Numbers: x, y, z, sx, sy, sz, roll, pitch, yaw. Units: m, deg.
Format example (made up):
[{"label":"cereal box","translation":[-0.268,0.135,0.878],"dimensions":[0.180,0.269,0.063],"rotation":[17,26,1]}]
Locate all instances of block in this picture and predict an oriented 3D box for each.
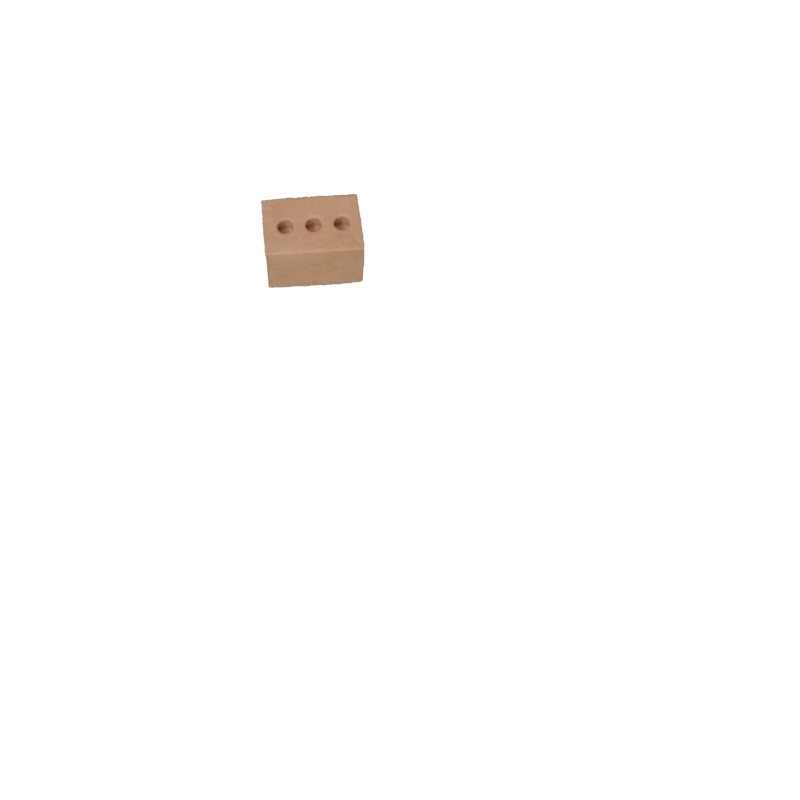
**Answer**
[{"label":"block","translation":[-0.068,-0.124,0.870],"dimensions":[0.078,0.056,0.048],"rotation":[-5,-30,-4]}]
